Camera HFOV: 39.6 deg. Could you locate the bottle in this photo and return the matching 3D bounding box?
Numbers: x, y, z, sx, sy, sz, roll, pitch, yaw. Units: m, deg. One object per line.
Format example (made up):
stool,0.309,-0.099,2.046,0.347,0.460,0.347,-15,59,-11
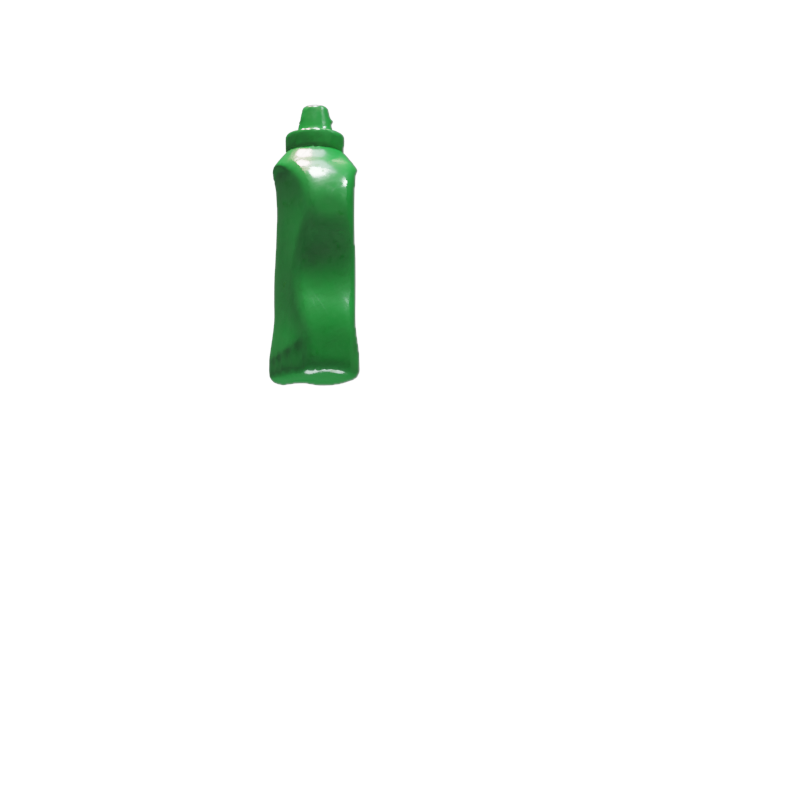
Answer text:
bottle,-0.059,-0.108,0.760,0.057,0.197,0.095,2,-10,-13
